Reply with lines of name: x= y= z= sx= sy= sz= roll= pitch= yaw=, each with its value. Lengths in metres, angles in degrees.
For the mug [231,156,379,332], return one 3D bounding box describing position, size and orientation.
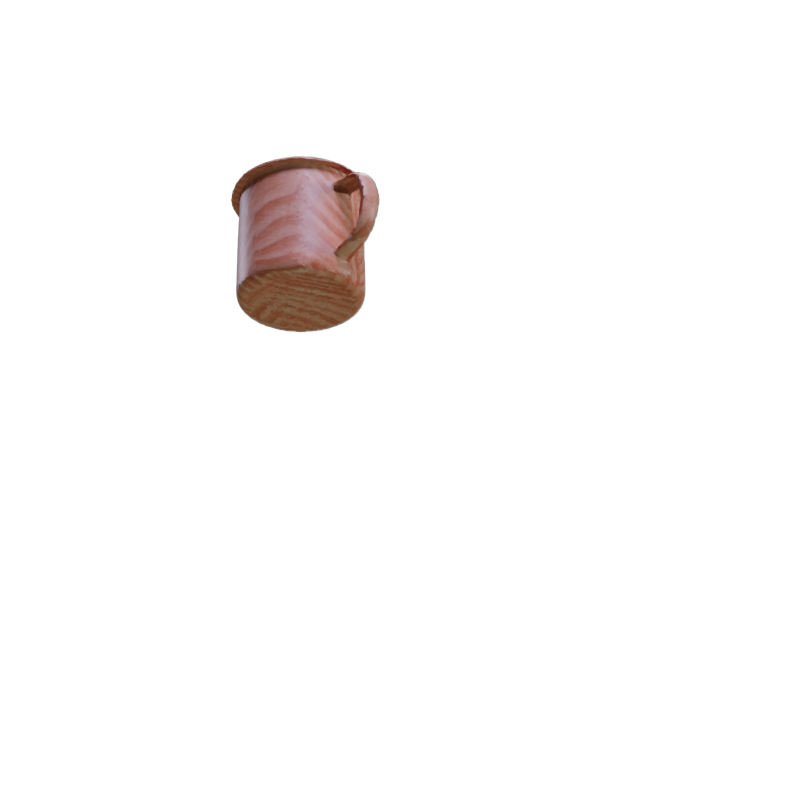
mug: x=-0.055 y=-0.101 z=0.707 sx=0.087 sy=0.087 sz=0.117 roll=25 pitch=-39 yaw=-37
